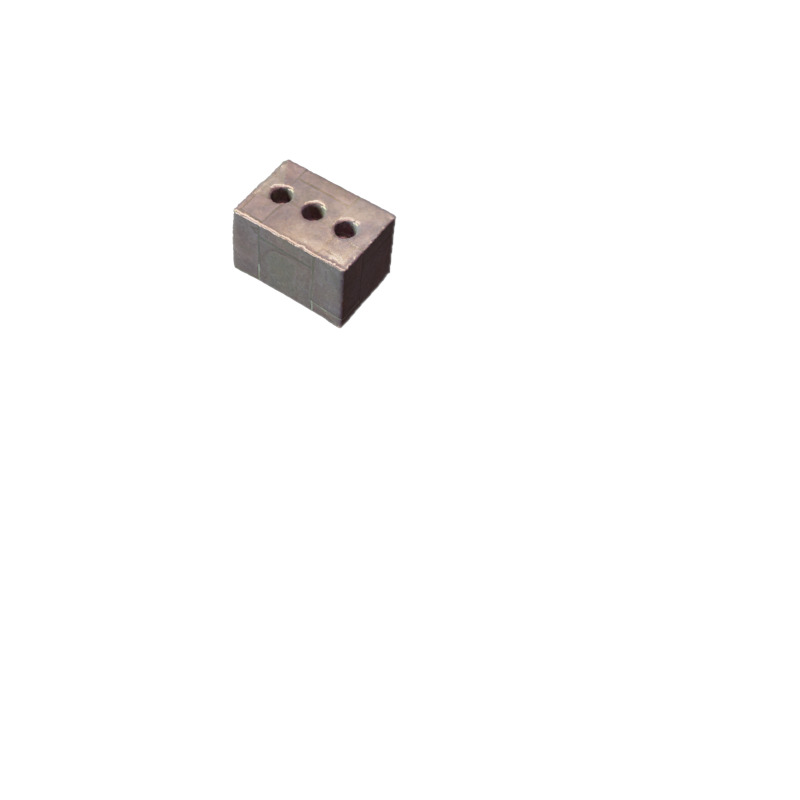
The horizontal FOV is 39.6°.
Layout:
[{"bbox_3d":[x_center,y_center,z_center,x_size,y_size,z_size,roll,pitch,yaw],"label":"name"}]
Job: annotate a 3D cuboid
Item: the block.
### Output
[{"bbox_3d":[-0.049,-0.089,0.625,0.082,0.054,0.048,29,-33,20],"label":"block"}]
